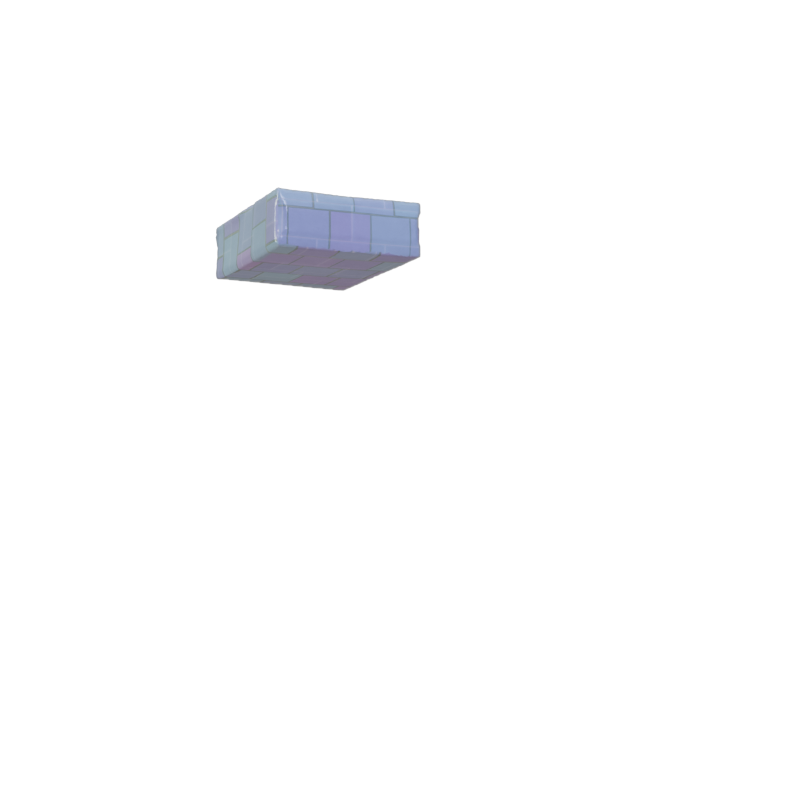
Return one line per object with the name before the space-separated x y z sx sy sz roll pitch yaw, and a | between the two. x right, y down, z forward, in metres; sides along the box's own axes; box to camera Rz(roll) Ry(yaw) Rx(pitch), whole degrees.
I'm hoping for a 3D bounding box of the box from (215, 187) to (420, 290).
box | -0.042 -0.077 0.541 0.071 0.031 0.090 3 -6 -25
